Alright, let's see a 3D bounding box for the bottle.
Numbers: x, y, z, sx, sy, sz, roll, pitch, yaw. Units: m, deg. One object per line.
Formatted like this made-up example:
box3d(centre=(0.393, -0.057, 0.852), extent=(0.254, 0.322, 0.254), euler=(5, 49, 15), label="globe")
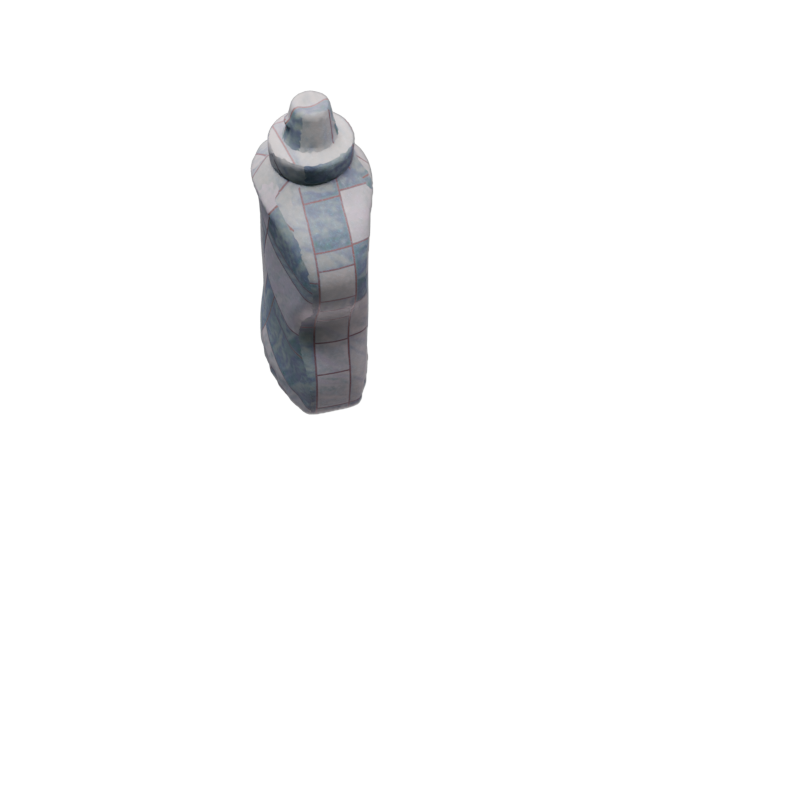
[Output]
box3d(centre=(-0.045, -0.082, 0.573), extent=(0.058, 0.104, 0.179), euler=(-10, -36, -11), label="bottle")
